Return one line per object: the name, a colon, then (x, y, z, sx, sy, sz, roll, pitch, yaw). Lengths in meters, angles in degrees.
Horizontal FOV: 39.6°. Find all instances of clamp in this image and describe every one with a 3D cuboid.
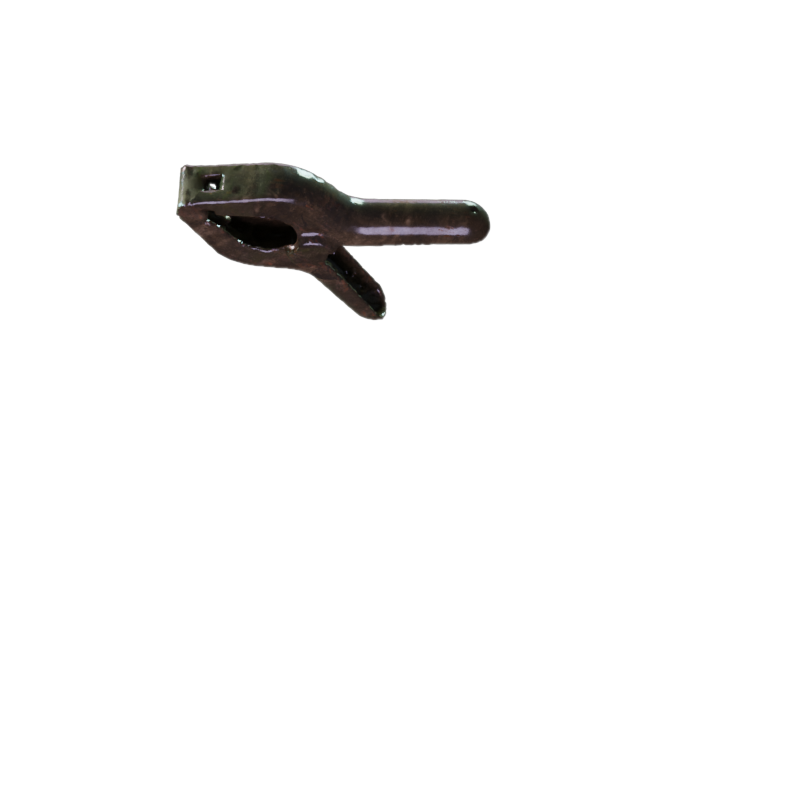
clamp: (-0.049, -0.090, 0.631, 0.166, 0.042, 0.116, 13, -37, -18)
